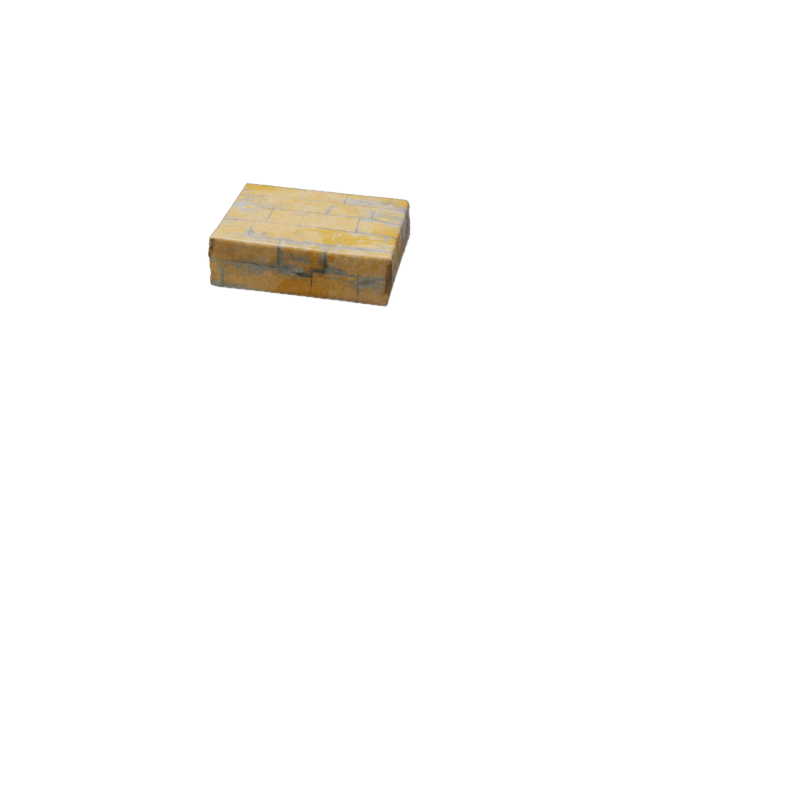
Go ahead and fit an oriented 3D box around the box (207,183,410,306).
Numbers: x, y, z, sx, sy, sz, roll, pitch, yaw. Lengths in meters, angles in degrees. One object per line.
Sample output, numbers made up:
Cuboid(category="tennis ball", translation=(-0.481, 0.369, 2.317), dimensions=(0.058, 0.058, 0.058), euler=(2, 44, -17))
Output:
Cuboid(category="box", translation=(-0.054, -0.099, 0.696), dimensions=(0.115, 0.037, 0.094), euler=(5, 30, 8))
